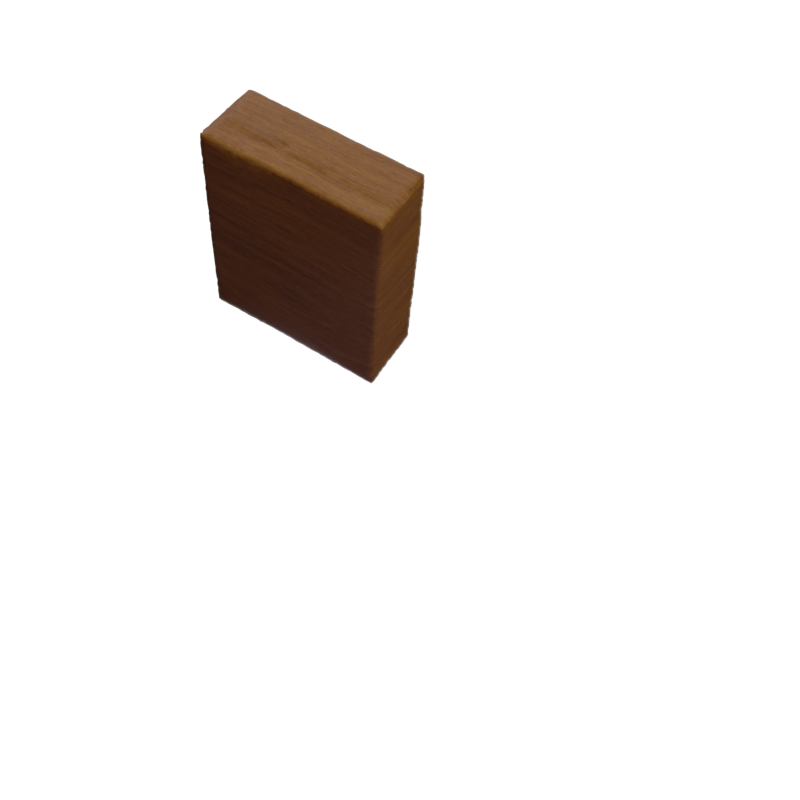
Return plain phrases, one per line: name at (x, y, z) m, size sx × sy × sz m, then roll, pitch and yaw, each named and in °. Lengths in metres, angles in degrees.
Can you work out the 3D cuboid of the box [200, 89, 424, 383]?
box at (-0.070, -0.128, 0.896) m, size 0.171 × 0.074 × 0.200 m, roll 30°, pitch -30°, yaw 17°
